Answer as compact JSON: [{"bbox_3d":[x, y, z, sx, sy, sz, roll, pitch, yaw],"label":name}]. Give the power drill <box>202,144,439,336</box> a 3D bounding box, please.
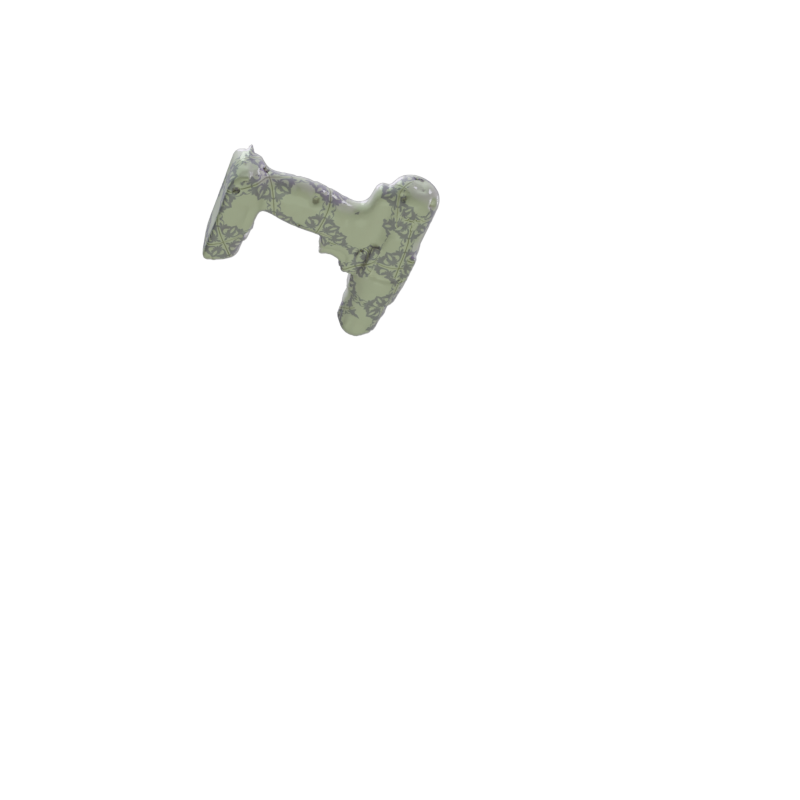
[{"bbox_3d":[-0.078,-0.142,0.995,0.183,0.176,0.062,14,41,-13],"label":"power drill"}]
